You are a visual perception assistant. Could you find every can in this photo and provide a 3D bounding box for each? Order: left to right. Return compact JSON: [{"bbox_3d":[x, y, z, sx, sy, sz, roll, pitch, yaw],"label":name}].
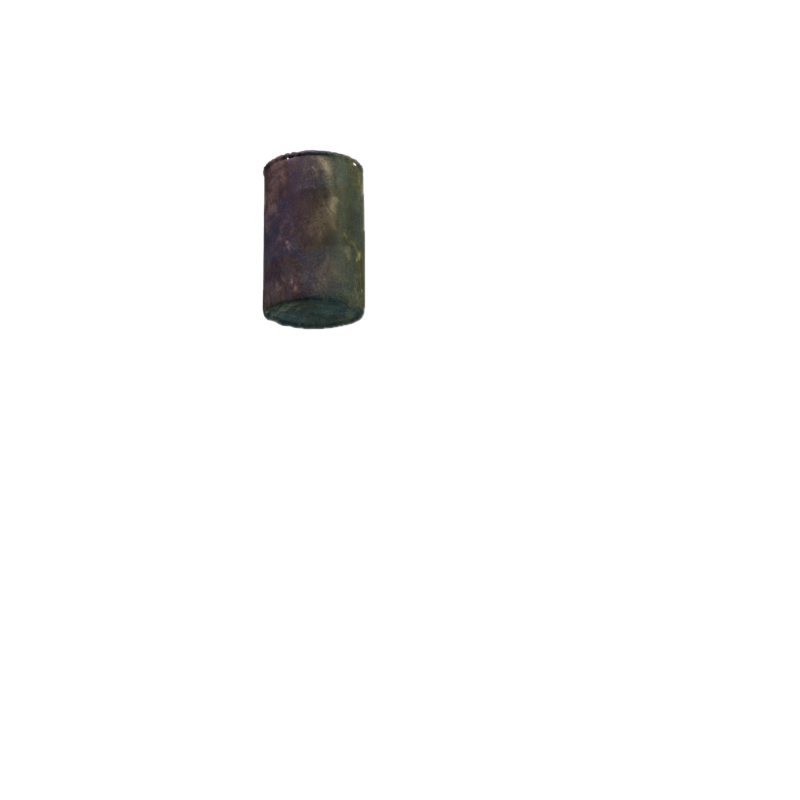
[{"bbox_3d":[-0.057,-0.104,0.730,0.068,0.107,0.066,0,-17,-2],"label":"can"}]
